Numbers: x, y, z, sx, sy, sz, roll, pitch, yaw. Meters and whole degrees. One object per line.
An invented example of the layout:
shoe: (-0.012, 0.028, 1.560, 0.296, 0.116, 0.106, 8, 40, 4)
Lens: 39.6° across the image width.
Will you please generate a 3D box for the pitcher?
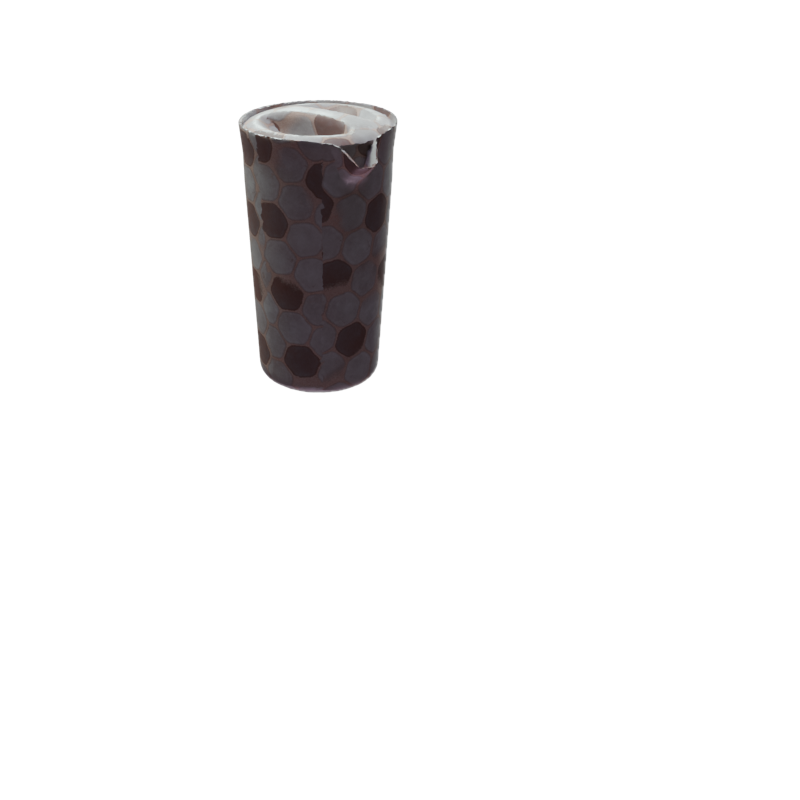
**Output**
pitcher: (-0.077, -0.140, 0.979, 0.148, 0.231, 0.154, 7, 25, 12)
